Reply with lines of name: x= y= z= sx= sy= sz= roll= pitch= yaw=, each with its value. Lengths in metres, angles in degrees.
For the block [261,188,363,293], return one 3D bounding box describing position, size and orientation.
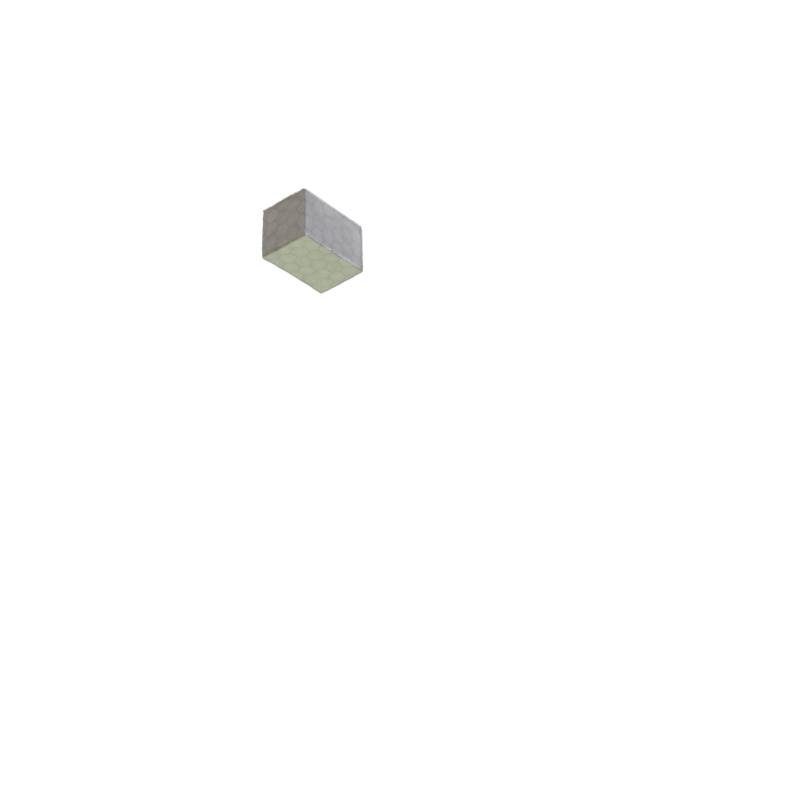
block: x=-0.076 y=-0.139 z=0.970 sx=0.053 sy=0.055 sz=0.073 roll=-25 pitch=-39 yaw=33
